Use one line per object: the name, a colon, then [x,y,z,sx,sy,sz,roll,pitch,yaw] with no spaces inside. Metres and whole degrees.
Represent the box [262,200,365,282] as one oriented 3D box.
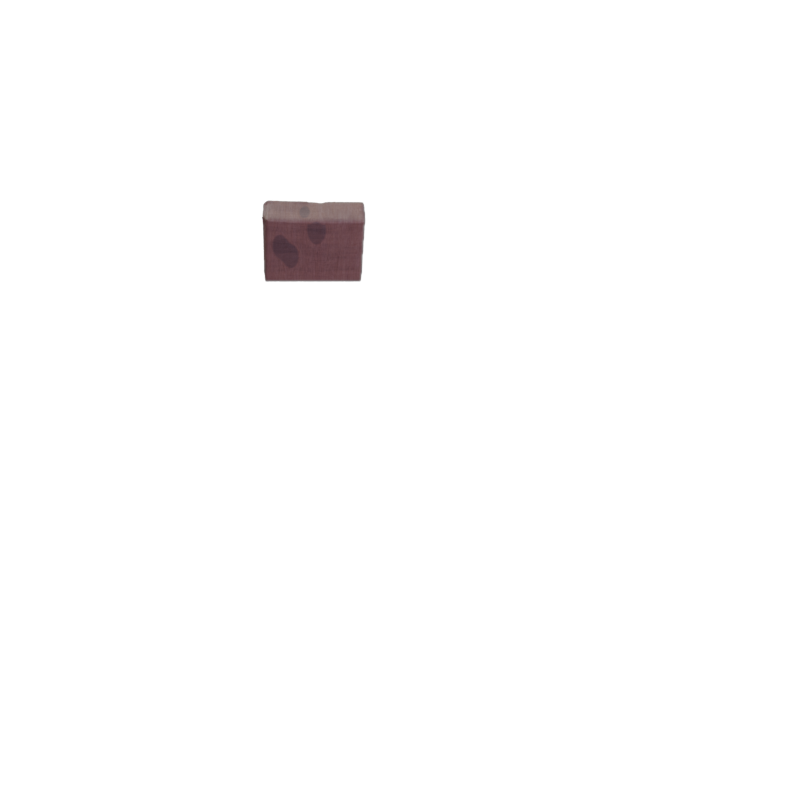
box: [-0.077,-0.140,0.984,0.089,0.032,0.068,1,-45,-2]
